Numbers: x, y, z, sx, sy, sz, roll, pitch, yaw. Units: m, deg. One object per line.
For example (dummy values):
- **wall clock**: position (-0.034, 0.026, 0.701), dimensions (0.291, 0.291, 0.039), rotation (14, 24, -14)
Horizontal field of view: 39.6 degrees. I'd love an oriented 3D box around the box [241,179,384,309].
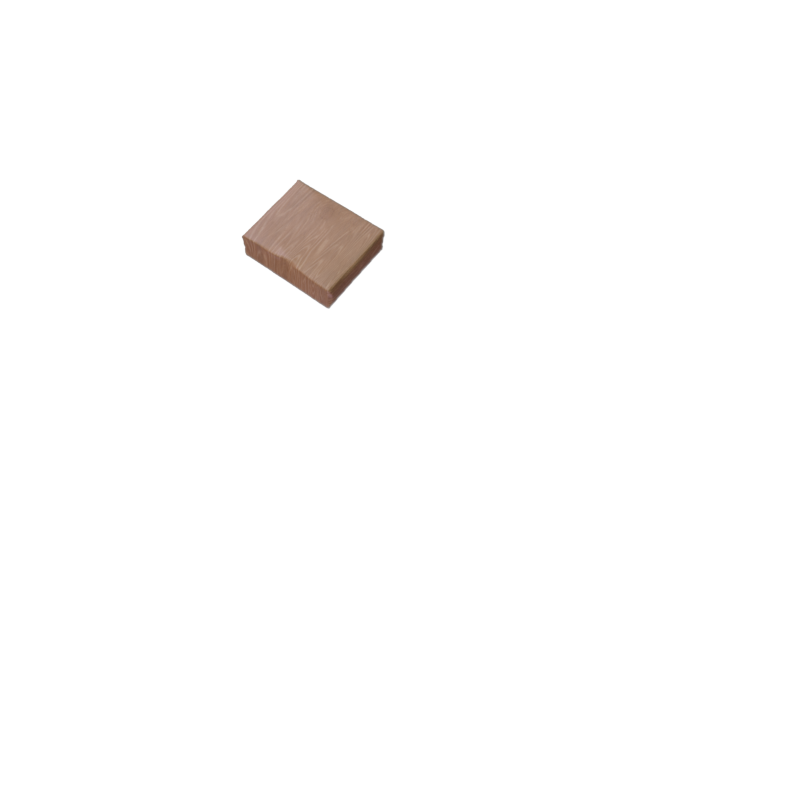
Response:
- **box**: position (-0.069, -0.126, 0.883), dimensions (0.093, 0.075, 0.028), rotation (33, -27, 19)
